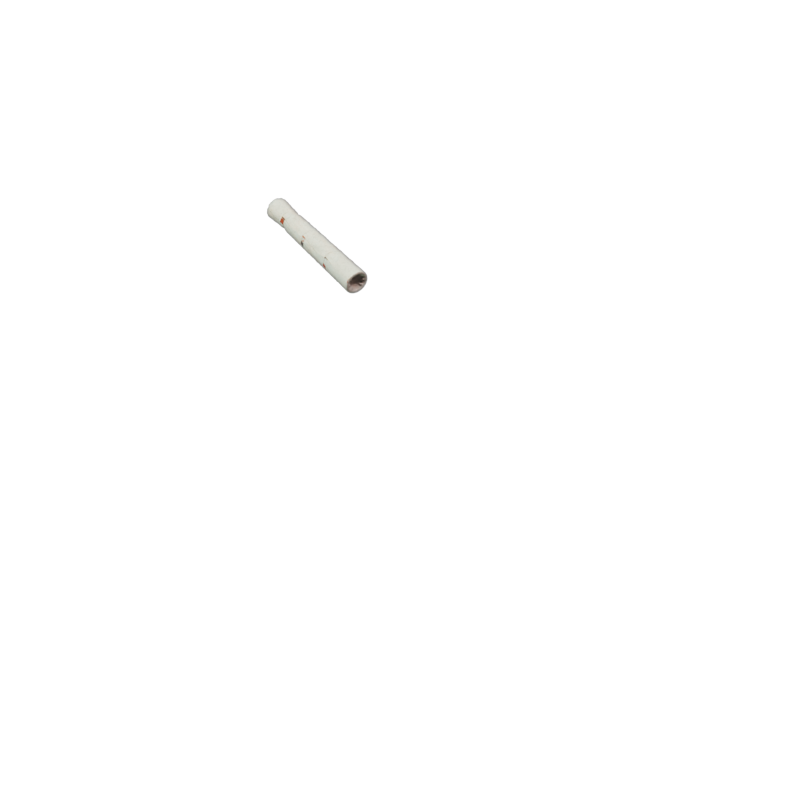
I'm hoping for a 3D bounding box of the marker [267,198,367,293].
[{"bbox_3d":[-0.066,-0.120,0.838,0.019,0.019,0.131,-3,35,-38],"label":"marker"}]
